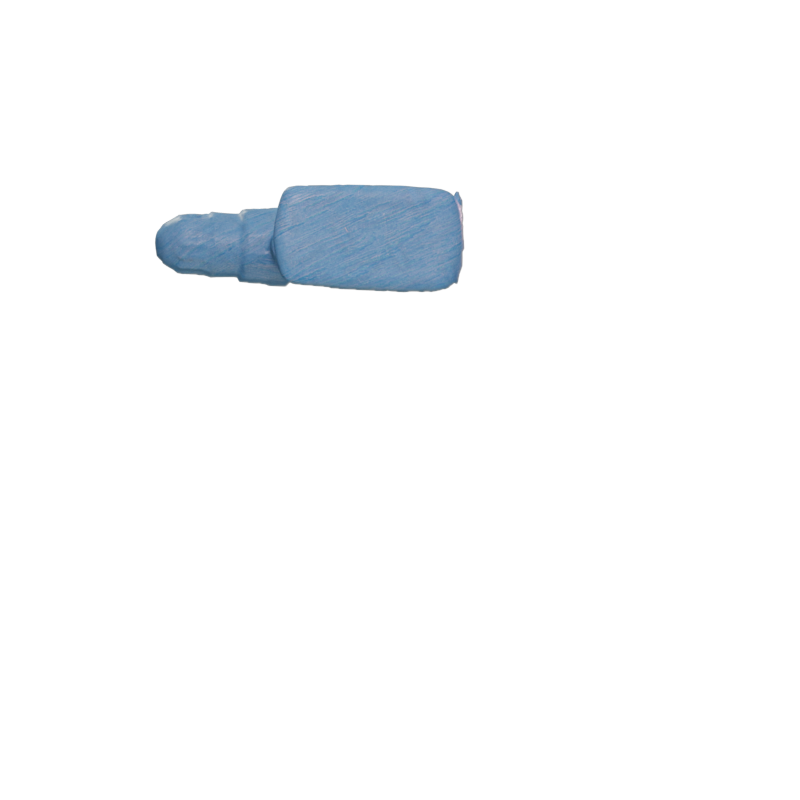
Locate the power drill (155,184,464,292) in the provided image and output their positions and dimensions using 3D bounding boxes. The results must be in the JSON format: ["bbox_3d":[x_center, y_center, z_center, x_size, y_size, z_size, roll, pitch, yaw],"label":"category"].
[{"bbox_3d":[-0.053,-0.096,0.671,0.182,0.057,0.192,-1,7,-13],"label":"power drill"}]
